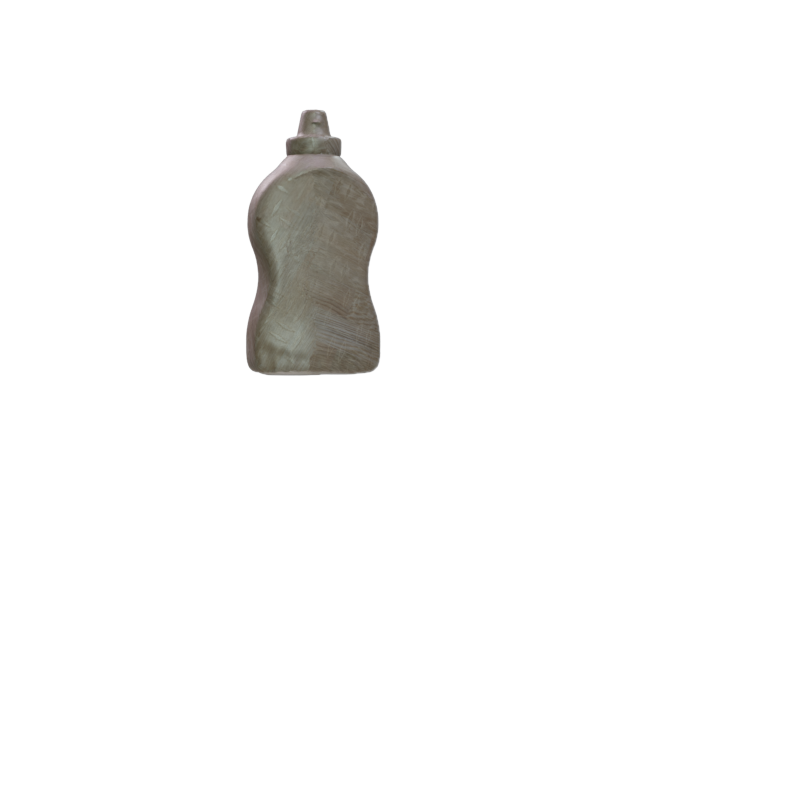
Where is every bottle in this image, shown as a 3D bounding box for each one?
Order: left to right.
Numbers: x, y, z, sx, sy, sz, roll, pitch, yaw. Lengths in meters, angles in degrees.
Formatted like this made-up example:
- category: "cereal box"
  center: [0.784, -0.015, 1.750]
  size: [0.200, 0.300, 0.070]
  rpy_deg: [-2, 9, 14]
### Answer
- category: "bottle"
  center: [-0.063, -0.116, 0.810]
  size: [0.094, 0.193, 0.059]
  rpy_deg: [0, -2, -17]
